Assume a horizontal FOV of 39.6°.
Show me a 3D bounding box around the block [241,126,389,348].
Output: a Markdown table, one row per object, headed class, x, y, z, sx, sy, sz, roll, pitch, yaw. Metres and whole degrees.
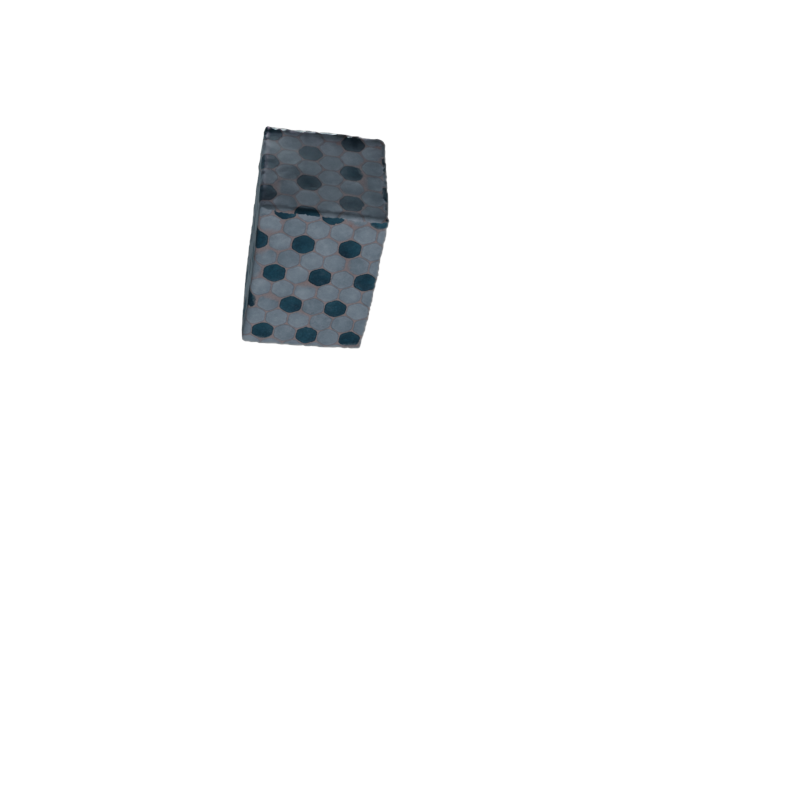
| class | x | y | z | sx | sy | sz | roll | pitch | yaw |
| --- | --- | --- | --- | --- | --- | --- | --- | --- | --- |
| block | -0.037 | -0.067 | 0.467 | 0.052 | 0.055 | 0.073 | 6 | -44 | -9 |
